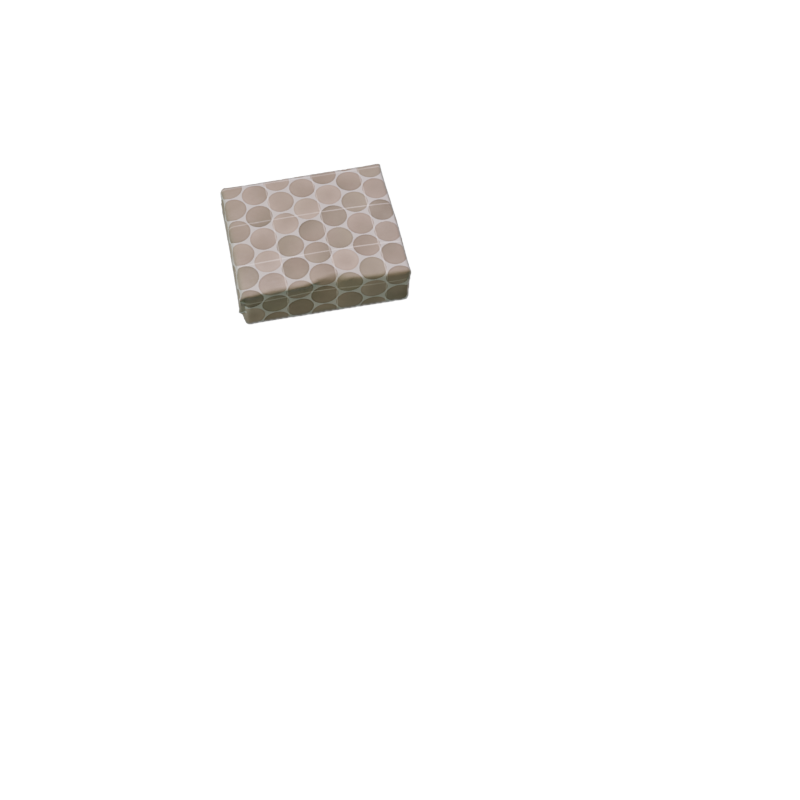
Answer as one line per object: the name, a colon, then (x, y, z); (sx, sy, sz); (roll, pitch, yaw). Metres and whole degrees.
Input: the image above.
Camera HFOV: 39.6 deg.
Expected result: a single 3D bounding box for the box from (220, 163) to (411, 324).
box: (-0.046, -0.083, 0.584); (0.089, 0.079, 0.028); (-10, -33, -7)
